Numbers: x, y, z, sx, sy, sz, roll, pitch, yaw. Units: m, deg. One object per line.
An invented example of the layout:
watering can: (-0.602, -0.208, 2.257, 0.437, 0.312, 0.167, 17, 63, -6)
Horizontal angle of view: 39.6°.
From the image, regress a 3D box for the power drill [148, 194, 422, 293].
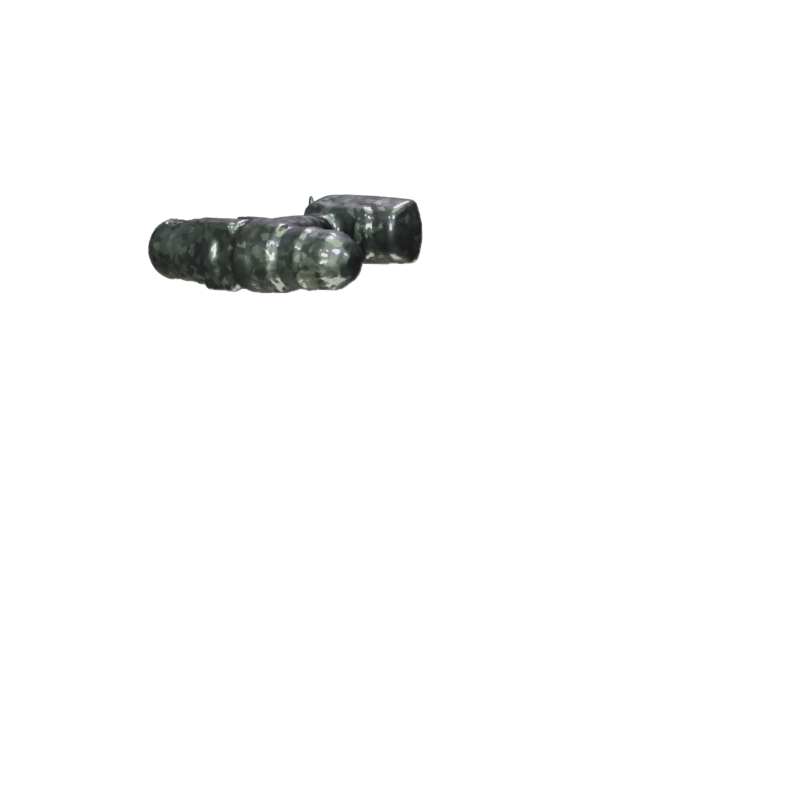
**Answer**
power drill: (-0.065, -0.118, 0.825, 0.193, 0.056, 0.184, 10, 17, 36)
